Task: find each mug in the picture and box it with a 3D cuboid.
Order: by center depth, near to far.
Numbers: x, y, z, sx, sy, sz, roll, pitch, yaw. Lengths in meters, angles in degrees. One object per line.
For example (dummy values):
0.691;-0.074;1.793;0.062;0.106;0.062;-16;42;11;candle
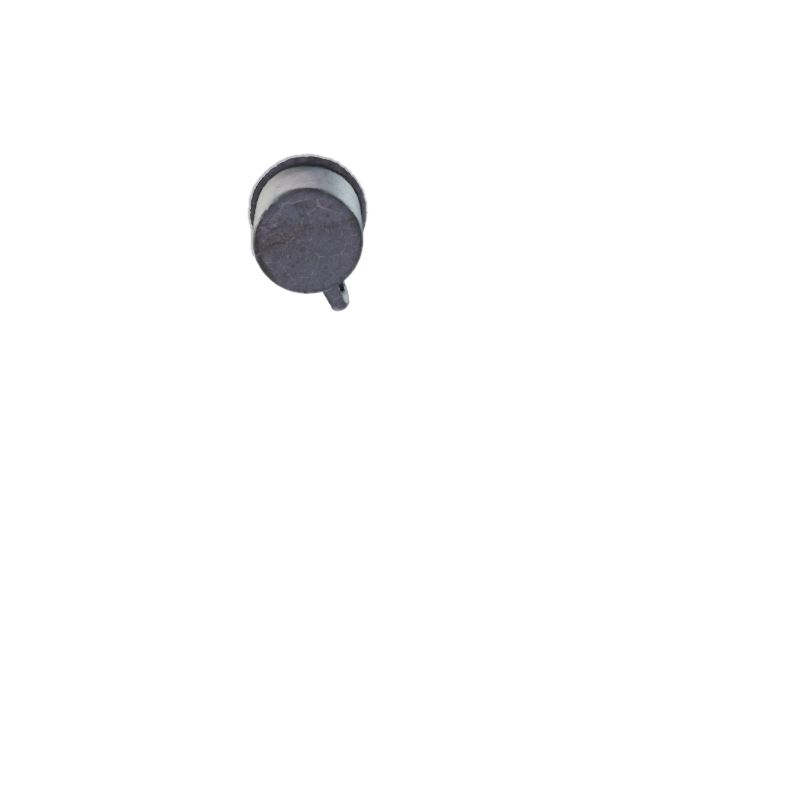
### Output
-0.066;-0.120;0.842;0.093;0.112;0.085;-18;20;5;mug
